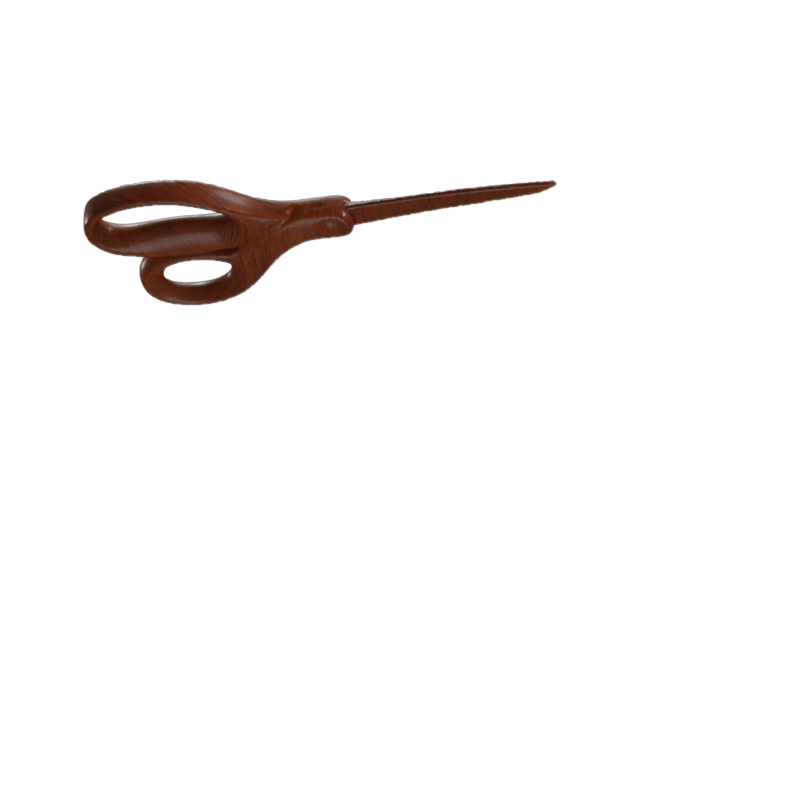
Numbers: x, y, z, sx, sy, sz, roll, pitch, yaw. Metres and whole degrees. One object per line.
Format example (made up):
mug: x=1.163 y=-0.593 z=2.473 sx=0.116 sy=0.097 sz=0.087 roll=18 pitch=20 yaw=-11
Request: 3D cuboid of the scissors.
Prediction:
scissors: x=-0.039 y=-0.071 z=0.499 sx=0.201 sy=0.017 sz=0.091 roll=1 pitch=-27 yaw=-2
